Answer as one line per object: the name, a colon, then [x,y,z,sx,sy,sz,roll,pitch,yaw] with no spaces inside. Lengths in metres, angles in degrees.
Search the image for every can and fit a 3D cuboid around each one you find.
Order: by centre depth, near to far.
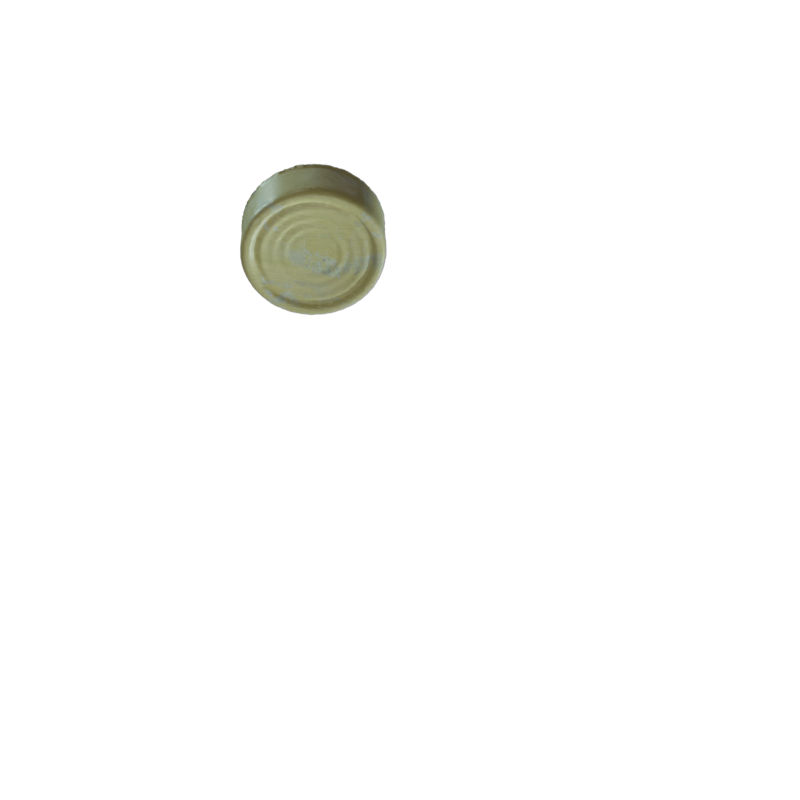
can: [-0.051,-0.092,0.647,0.086,0.080,0.036,1,34,-1]
